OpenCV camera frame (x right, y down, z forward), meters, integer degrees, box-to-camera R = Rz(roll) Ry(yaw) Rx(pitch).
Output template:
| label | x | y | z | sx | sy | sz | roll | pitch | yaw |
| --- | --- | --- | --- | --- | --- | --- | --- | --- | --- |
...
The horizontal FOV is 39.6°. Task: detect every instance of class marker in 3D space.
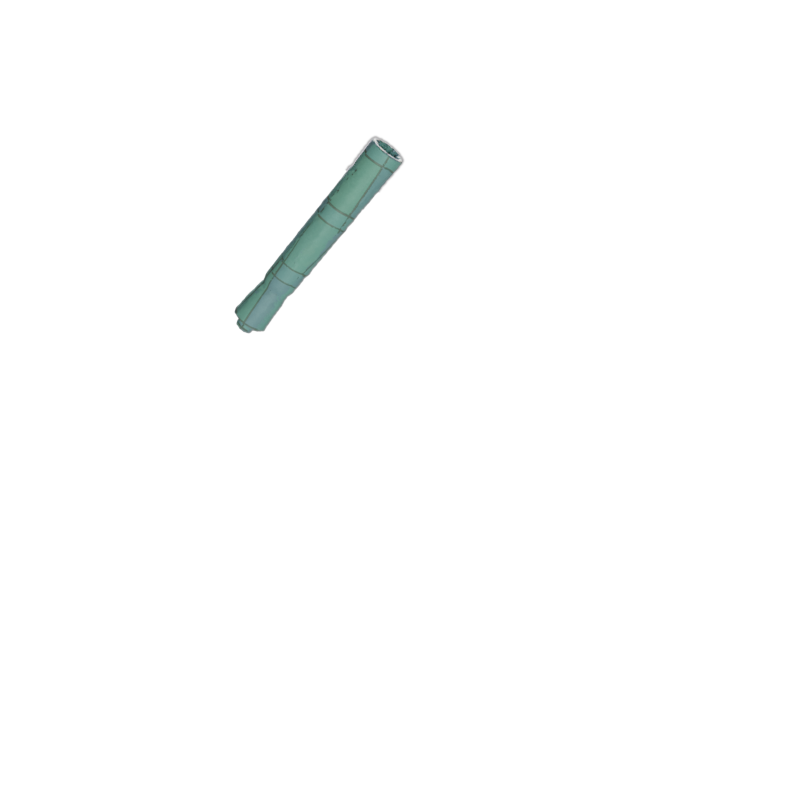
| label | x | y | z | sx | sy | sz | roll | pitch | yaw |
| --- | --- | --- | --- | --- | --- | --- | --- | --- | --- |
| marker | -0.043 | -0.078 | 0.549 | 0.019 | 0.119 | 0.021 | 35 | 22 | -20 |
